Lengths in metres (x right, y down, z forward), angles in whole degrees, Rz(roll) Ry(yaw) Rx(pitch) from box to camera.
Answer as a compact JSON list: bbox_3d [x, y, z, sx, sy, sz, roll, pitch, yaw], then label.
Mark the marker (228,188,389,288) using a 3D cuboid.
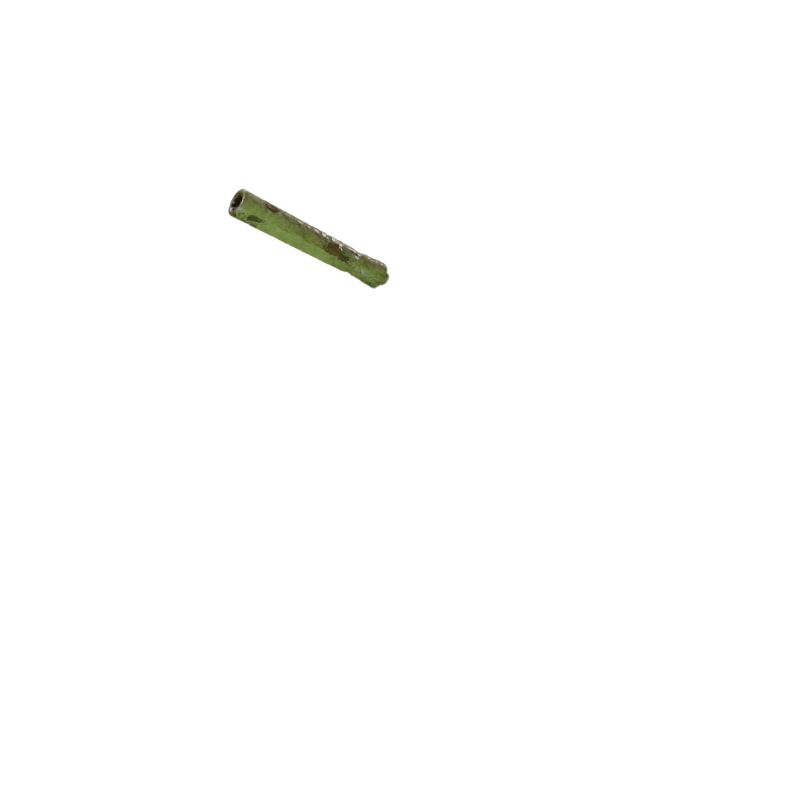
[{"bbox_3d":[-0.056,-0.103,0.719,0.115,0.020,0.020,25,-9,-27],"label":"marker"}]
